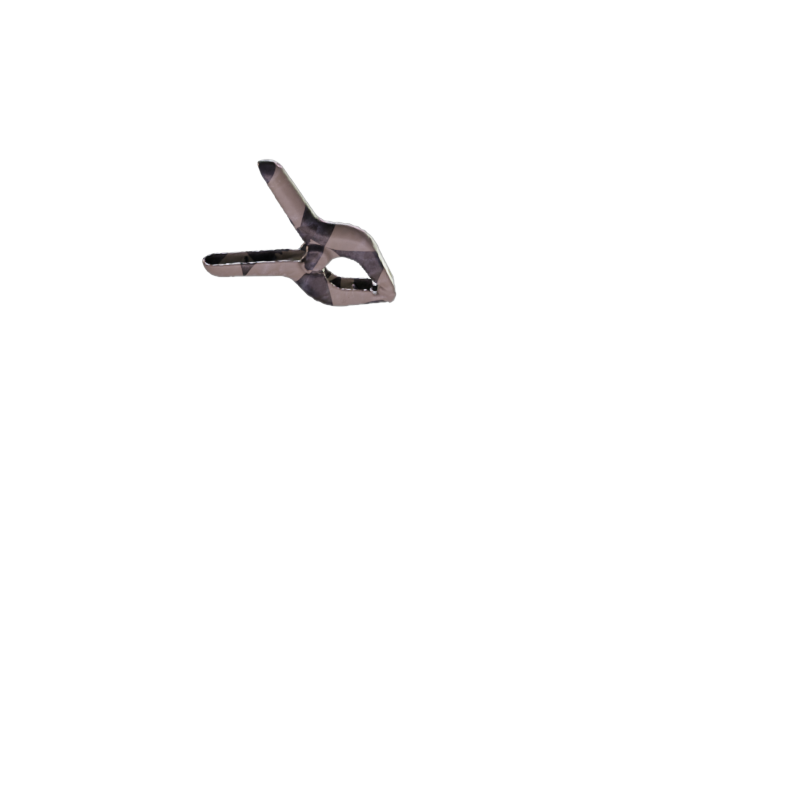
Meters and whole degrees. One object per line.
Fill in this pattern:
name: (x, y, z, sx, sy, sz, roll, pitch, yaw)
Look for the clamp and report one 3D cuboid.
clamp: (-0.076, -0.138, 0.968, 0.167, 0.115, 0.042, 16, 36, -12)
